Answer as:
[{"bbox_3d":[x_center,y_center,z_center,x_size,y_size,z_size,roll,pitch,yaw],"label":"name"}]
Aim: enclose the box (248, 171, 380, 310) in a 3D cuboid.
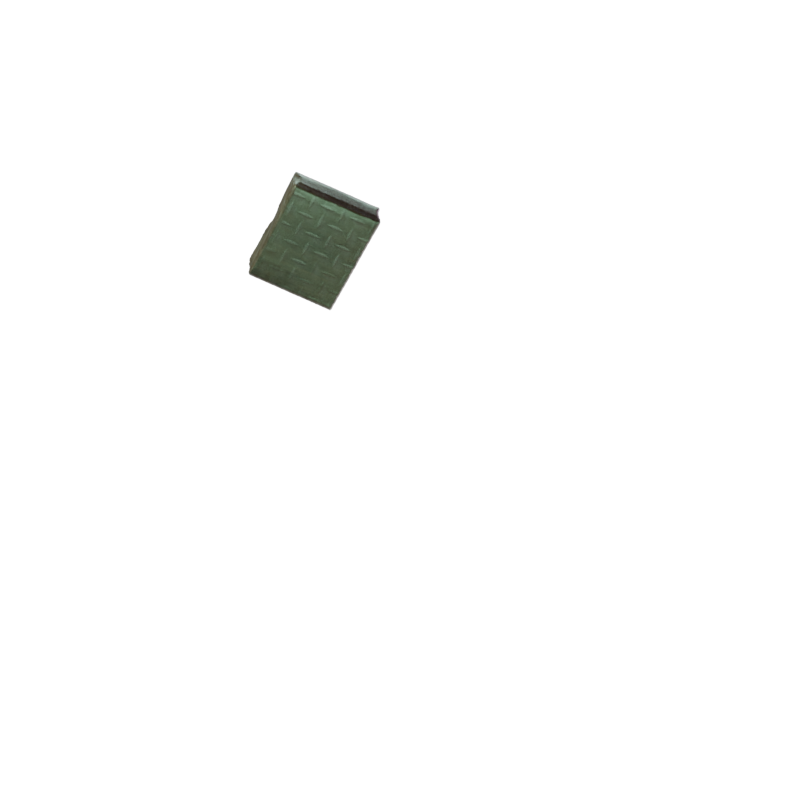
[{"bbox_3d":[-0.068,-0.123,0.864,0.071,0.086,0.032,24,27,-14],"label":"box"}]
